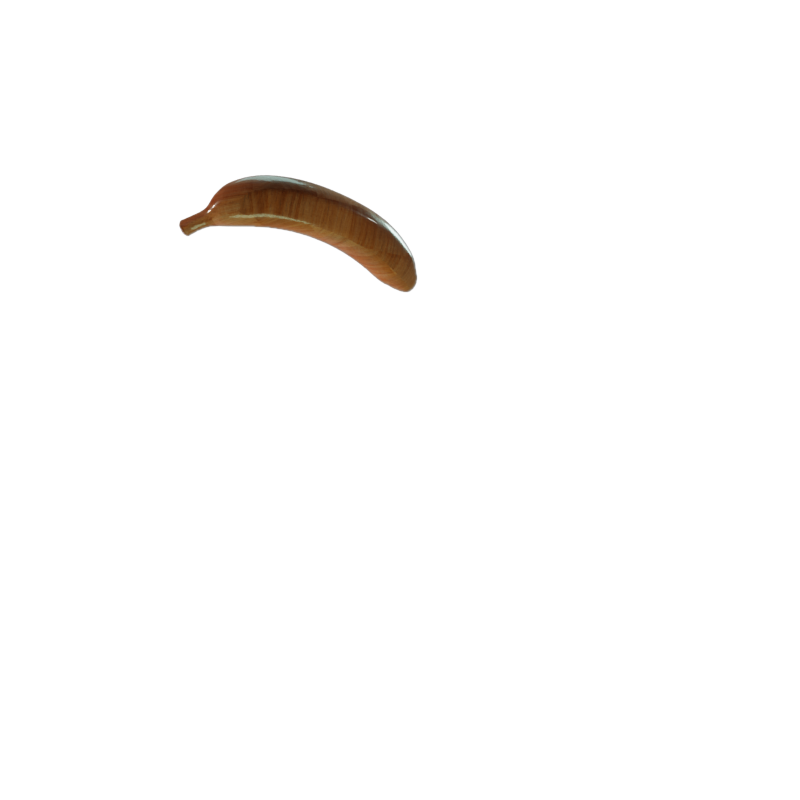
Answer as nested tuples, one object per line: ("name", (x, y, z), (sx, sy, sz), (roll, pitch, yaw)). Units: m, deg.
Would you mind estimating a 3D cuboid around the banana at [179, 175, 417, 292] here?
("banana", (-0.058, -0.125, 0.809), (0.189, 0.039, 0.068), (14, -31, -26))
